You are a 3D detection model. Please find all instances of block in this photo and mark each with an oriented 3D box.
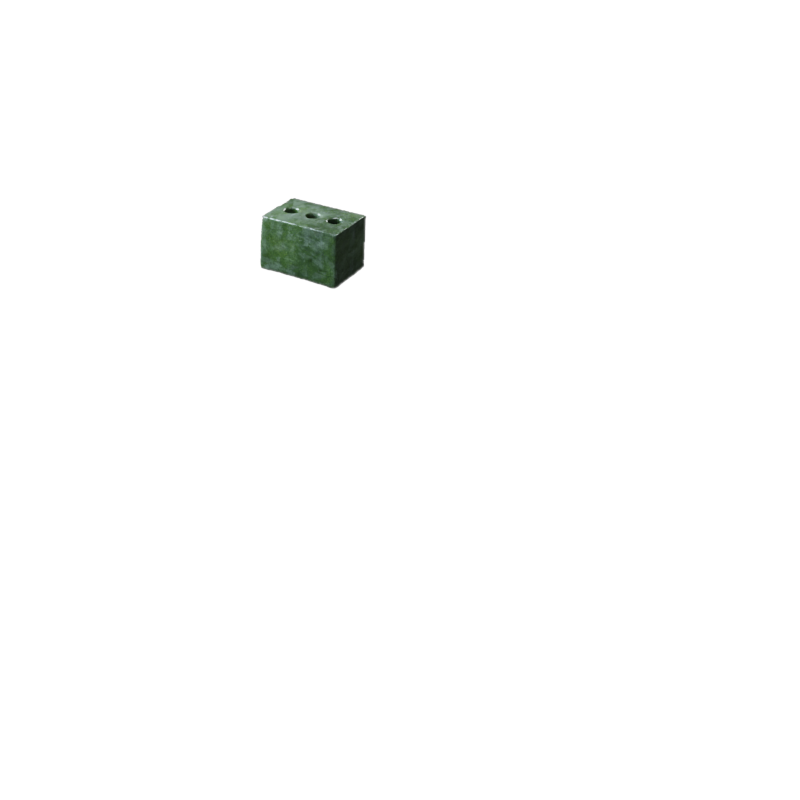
[{"bbox_3d":[-0.075,-0.137,0.962,0.082,0.048,0.053,17,33,26],"label":"block"}]
